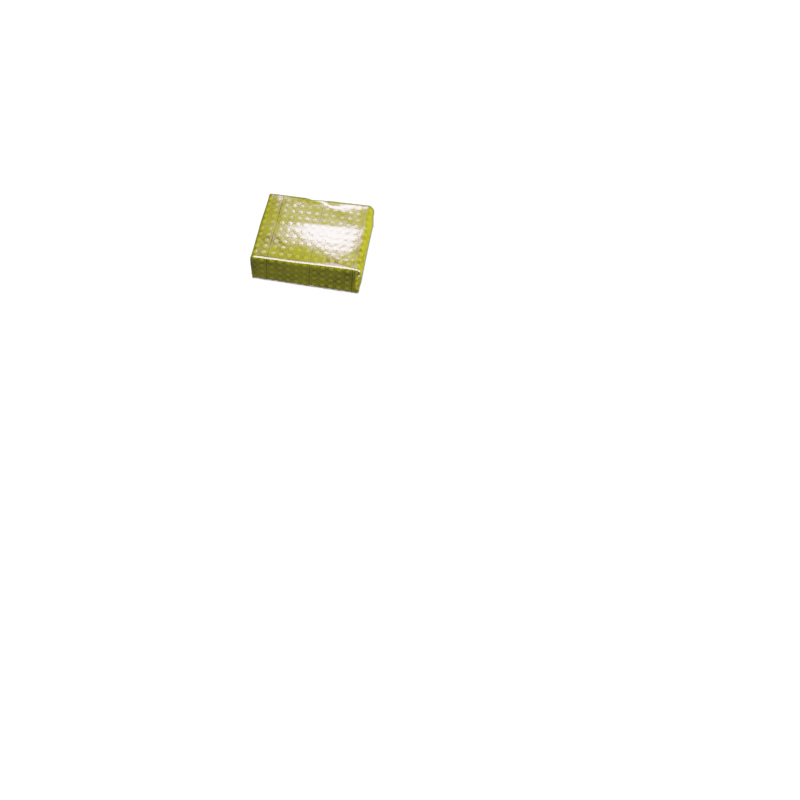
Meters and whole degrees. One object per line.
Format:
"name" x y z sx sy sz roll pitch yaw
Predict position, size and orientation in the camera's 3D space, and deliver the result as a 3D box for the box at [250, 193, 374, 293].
"box" -0.070 -0.127 0.893 0.090 0.078 0.028 7 -39 6
